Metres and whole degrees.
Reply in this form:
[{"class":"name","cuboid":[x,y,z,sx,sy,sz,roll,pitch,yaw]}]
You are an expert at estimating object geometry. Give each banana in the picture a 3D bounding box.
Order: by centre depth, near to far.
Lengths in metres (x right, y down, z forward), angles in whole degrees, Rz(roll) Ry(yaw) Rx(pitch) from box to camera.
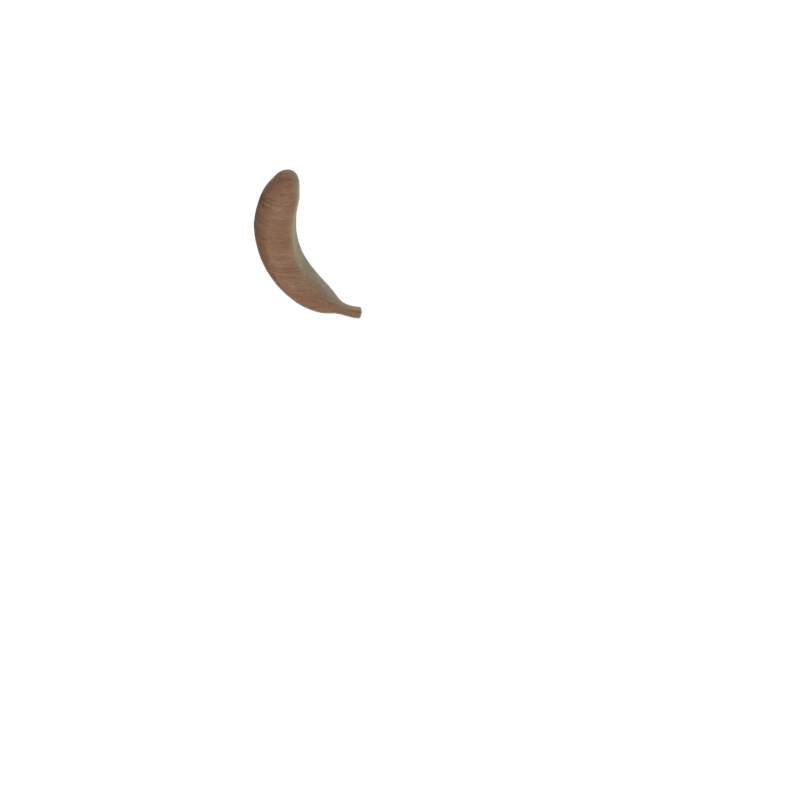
[{"class":"banana","cuboid":[-0.094,-0.136,0.999,0.070,0.039,0.182,-11,-38,13]}]
